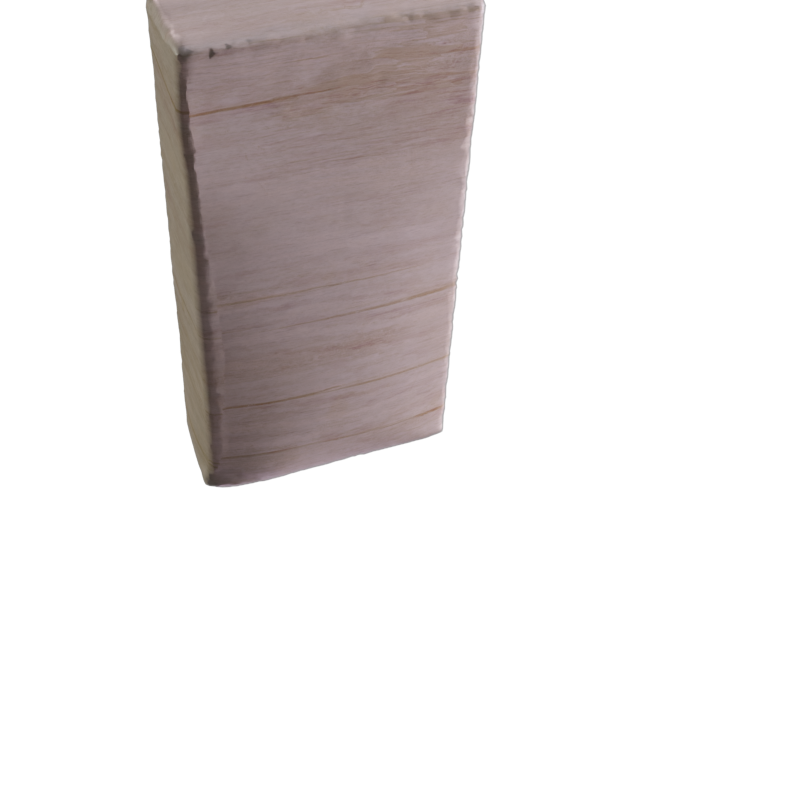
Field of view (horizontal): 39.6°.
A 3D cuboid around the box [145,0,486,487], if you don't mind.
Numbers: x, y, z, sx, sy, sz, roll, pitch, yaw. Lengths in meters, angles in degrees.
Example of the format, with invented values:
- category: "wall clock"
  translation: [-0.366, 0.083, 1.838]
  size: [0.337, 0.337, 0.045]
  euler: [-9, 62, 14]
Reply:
- category: "box"
  translation: [-0.029, -0.053, 0.366]
  size: [0.092, 0.165, 0.052]
  euler: [-12, 40, -18]
